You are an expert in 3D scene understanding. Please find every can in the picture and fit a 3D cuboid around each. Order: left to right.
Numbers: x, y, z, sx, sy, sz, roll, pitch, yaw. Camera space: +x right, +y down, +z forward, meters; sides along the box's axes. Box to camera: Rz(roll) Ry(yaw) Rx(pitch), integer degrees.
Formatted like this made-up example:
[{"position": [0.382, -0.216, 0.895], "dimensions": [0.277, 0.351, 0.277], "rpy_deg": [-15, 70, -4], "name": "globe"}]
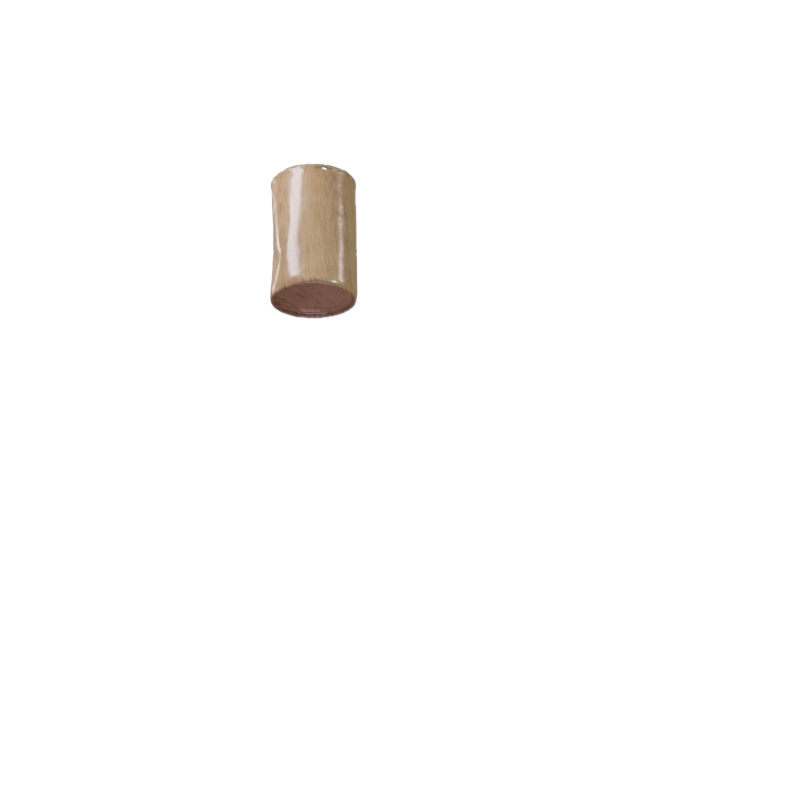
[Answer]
[{"position": [-0.067, -0.123, 0.859], "dimensions": [0.068, 0.108, 0.065], "rpy_deg": [0, -24, -2], "name": "can"}]
